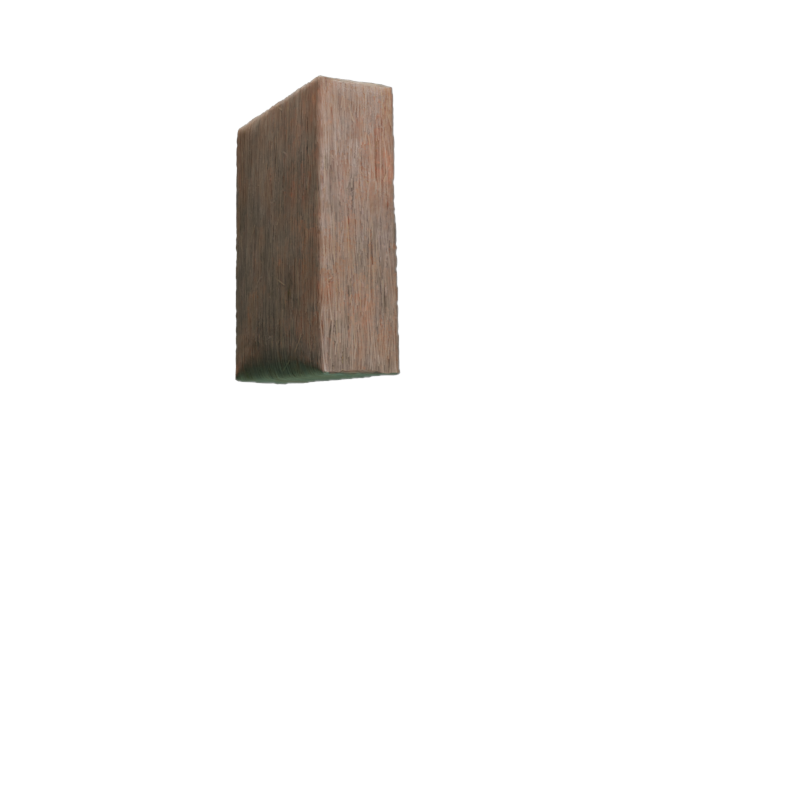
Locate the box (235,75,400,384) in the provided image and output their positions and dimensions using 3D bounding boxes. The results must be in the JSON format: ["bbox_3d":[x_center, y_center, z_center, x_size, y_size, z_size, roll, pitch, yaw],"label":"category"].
[{"bbox_3d":[-0.067,-0.122,0.855,0.069,0.218,0.167,4,-8,-29],"label":"box"}]
